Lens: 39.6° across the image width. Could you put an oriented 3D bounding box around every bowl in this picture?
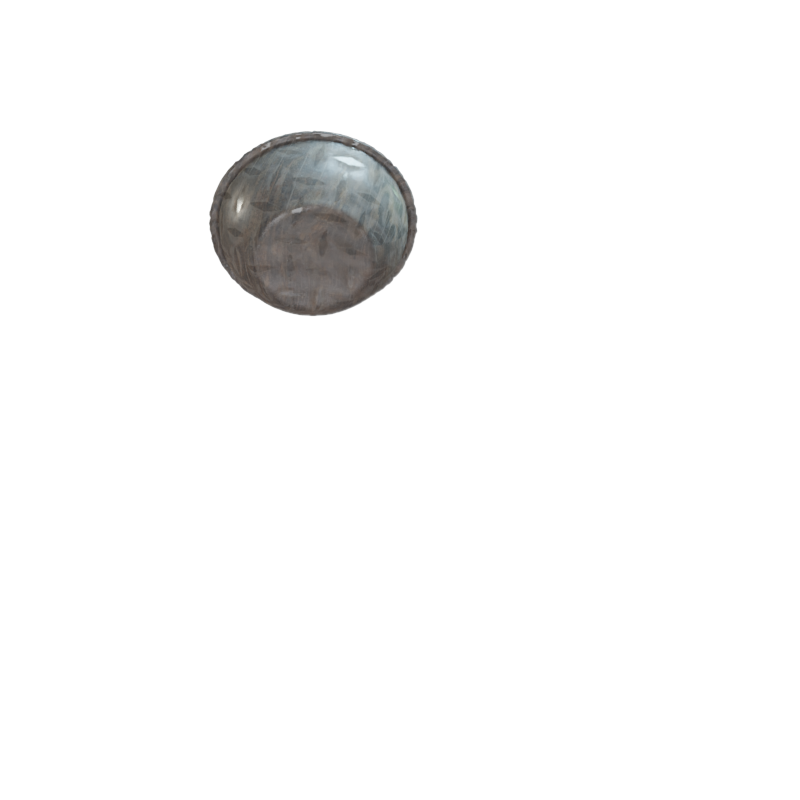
[{"bbox_3d":[-0.066,-0.120,0.842,0.162,0.152,0.059,1,32,-1],"label":"bowl"}]
